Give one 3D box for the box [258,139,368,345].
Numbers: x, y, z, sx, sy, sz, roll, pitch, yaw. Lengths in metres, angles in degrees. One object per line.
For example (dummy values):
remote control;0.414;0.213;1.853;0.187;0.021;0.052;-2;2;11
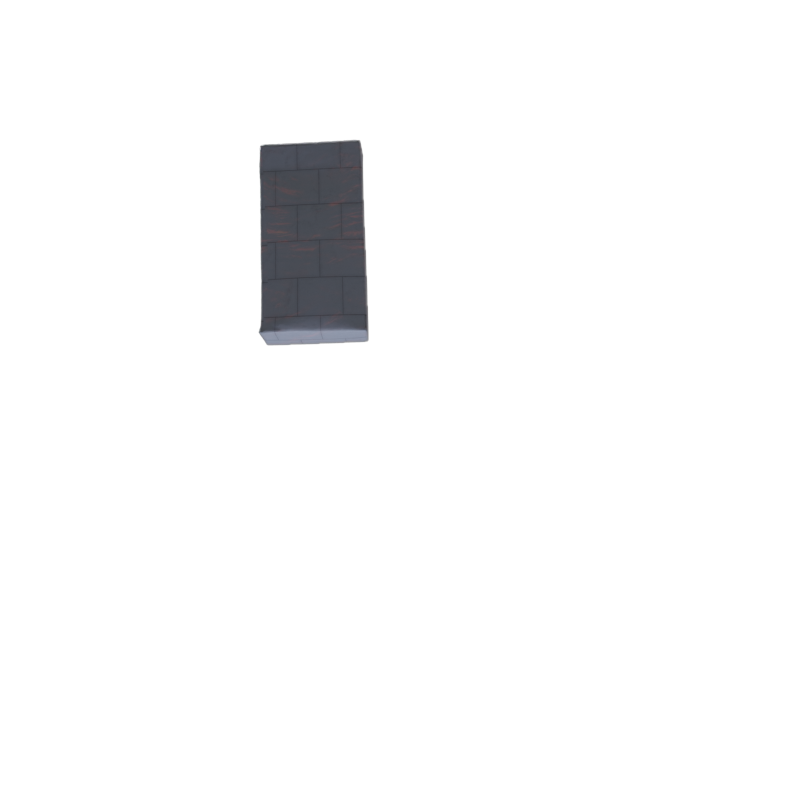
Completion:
box;-0.076;-0.139;0.975;0.094;0.185;0.046;-2;-19;4
